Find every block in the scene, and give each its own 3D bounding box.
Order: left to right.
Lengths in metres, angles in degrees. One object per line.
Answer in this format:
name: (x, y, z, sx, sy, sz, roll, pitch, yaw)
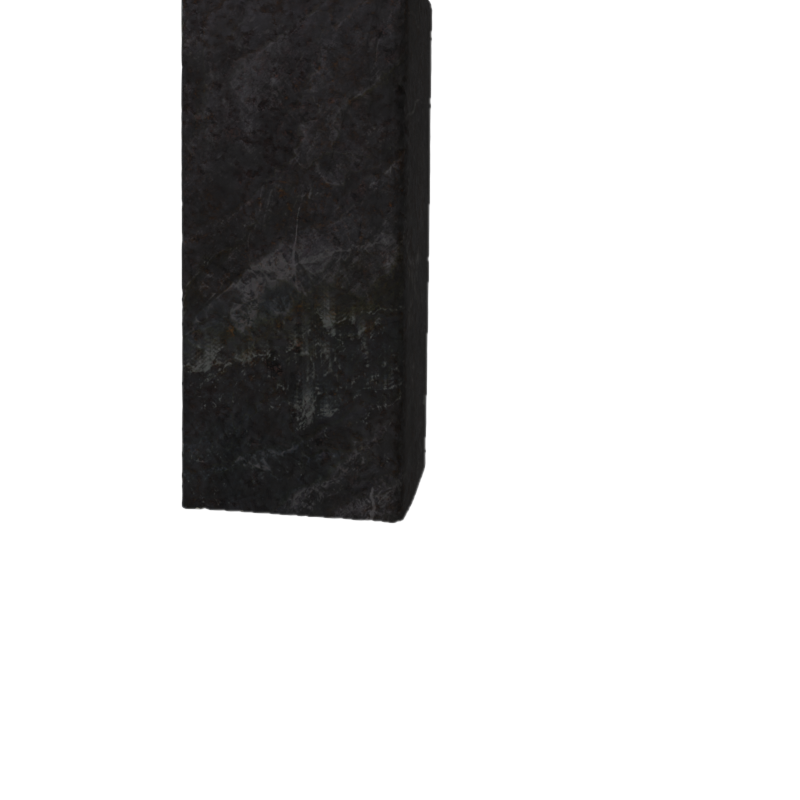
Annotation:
block: (-0.036, -0.066, 0.463, 0.092, 0.204, 0.090, 1, 5, 10)
